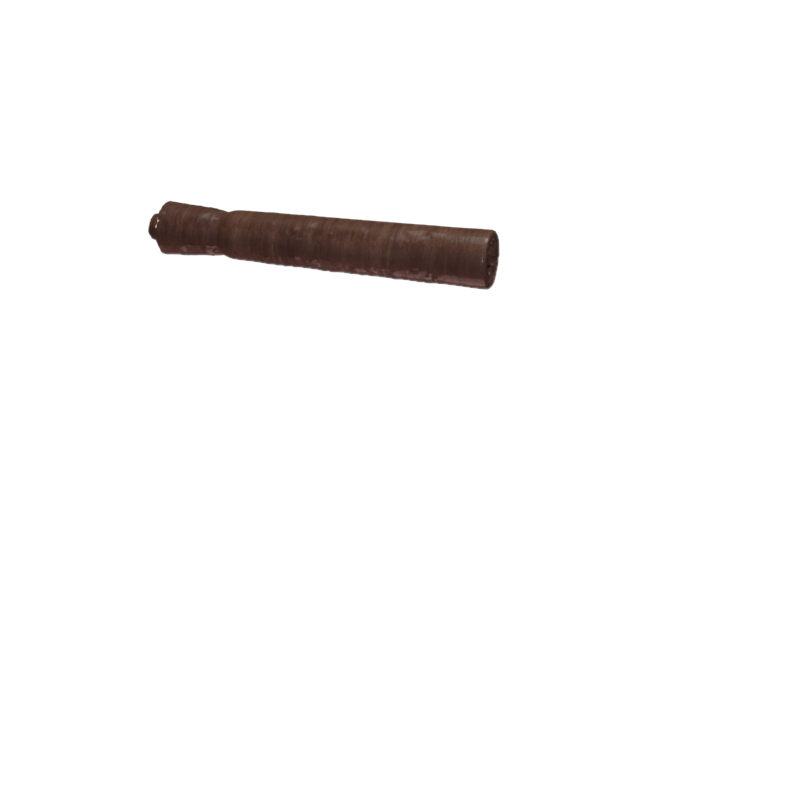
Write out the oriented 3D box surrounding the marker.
[{"bbox_3d":[-0.029,-0.052,0.366,0.125,0.020,0.019,9,7,21],"label":"marker"}]
